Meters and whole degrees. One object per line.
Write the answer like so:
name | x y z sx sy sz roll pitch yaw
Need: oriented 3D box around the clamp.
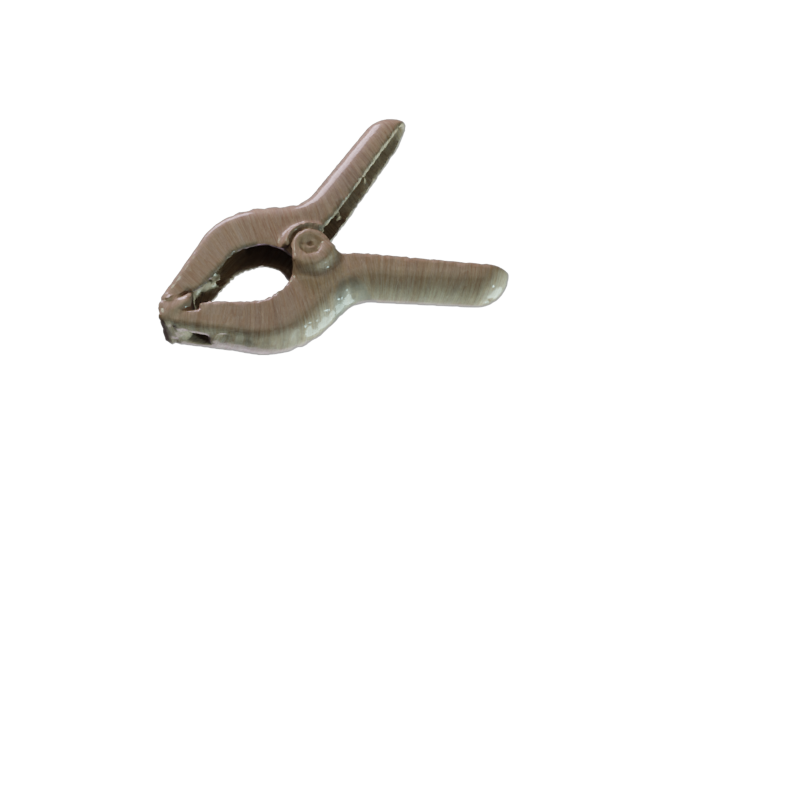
clamp | -0.044 -0.081 0.566 0.170 0.129 0.037 -16 -34 -11
